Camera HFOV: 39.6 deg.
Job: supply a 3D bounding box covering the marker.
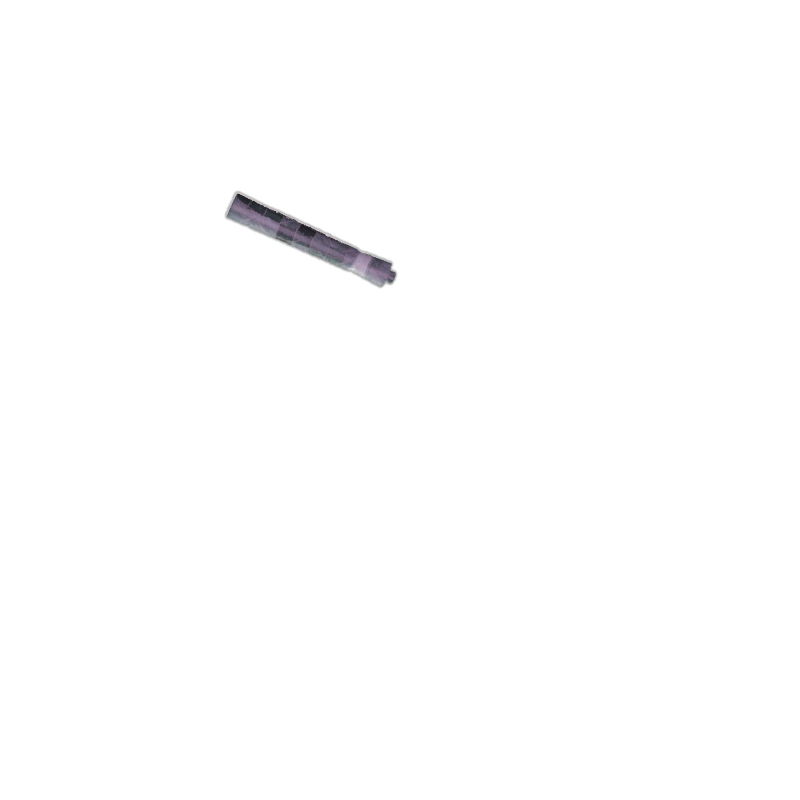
[{"bbox_3d":[-0.058,-0.106,0.744,0.119,0.020,0.020,24,0,-6],"label":"marker"}]
